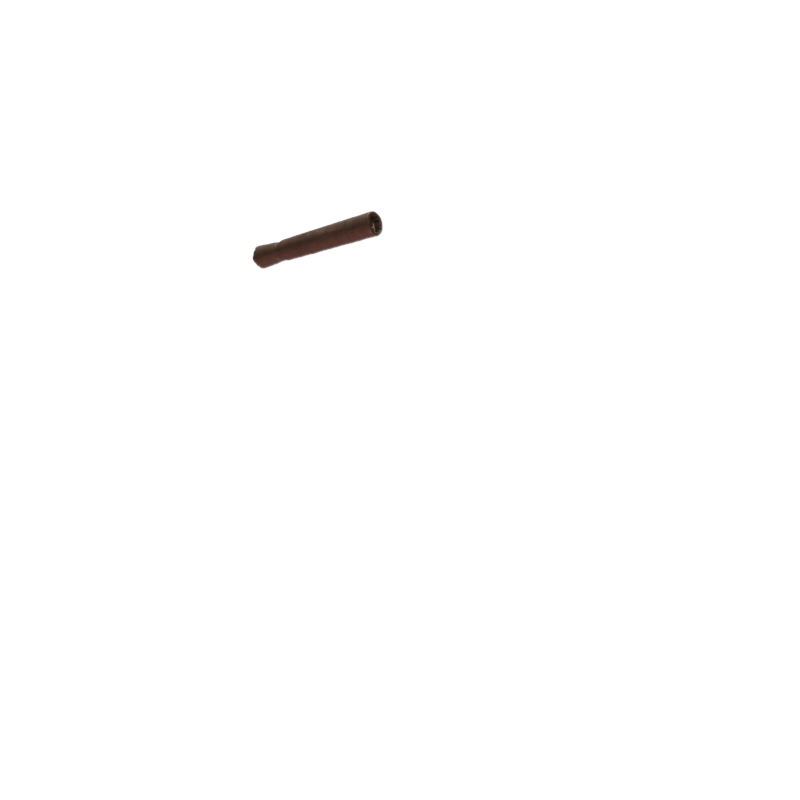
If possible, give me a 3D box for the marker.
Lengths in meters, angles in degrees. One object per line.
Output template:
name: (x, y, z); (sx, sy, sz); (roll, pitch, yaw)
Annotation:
marker: (-0.066, -0.121, 0.846); (0.123, 0.020, 0.019); (-10, -3, 38)
